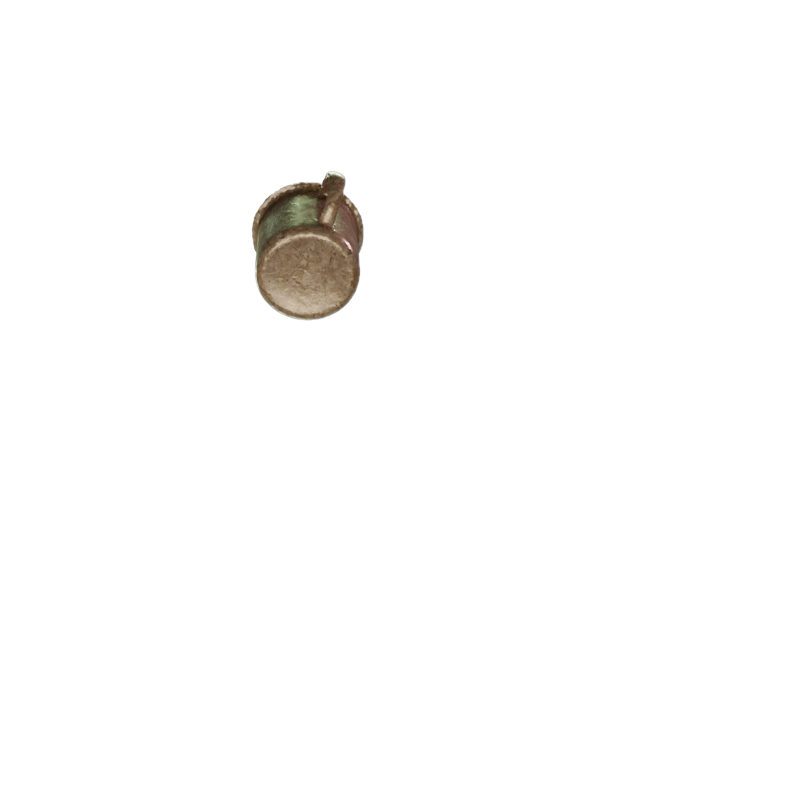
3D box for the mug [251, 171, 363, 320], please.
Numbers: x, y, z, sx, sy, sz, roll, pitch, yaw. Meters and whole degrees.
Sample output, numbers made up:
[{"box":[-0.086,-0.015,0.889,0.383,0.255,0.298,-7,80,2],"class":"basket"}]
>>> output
[{"box":[-0.069,-0.125,0.879,0.091,0.113,0.086,21,26,-13],"class":"mug"}]
